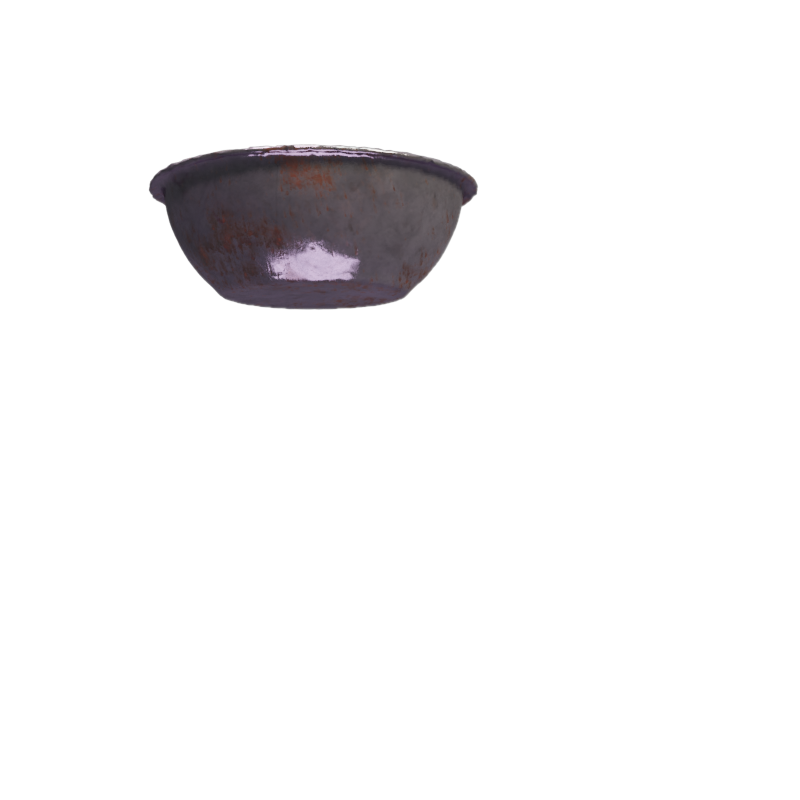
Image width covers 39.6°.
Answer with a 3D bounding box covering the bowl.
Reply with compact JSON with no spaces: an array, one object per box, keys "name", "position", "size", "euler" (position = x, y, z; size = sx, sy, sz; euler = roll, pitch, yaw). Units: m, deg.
[{"name":"bowl","position":[-0.043,-0.078,0.544],"size":[0.162,0.056,0.159],"euler":[0,-5,-2]}]
